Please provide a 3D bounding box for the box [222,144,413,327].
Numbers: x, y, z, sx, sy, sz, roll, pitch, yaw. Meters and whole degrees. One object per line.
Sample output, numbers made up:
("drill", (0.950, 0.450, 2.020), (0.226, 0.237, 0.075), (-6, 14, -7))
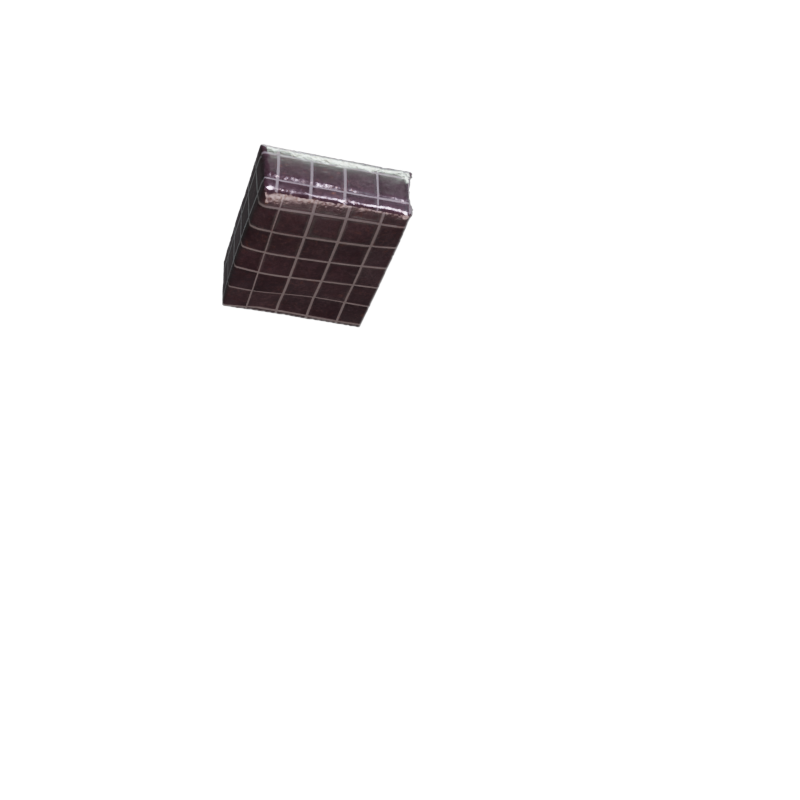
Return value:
("box", (-0.051, -0.093, 0.654), (0.088, 0.042, 0.108), (9, -35, -14))
